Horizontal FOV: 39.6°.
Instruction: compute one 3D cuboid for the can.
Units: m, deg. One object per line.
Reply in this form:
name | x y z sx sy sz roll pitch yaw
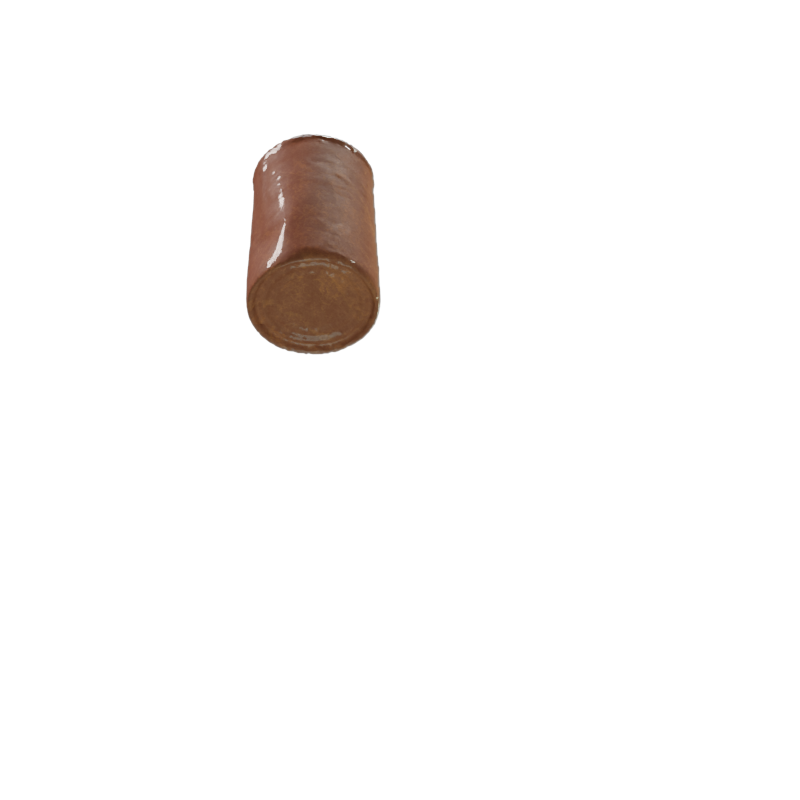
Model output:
can | -0.045 -0.083 0.580 0.068 0.064 0.110 -1 44 -3
